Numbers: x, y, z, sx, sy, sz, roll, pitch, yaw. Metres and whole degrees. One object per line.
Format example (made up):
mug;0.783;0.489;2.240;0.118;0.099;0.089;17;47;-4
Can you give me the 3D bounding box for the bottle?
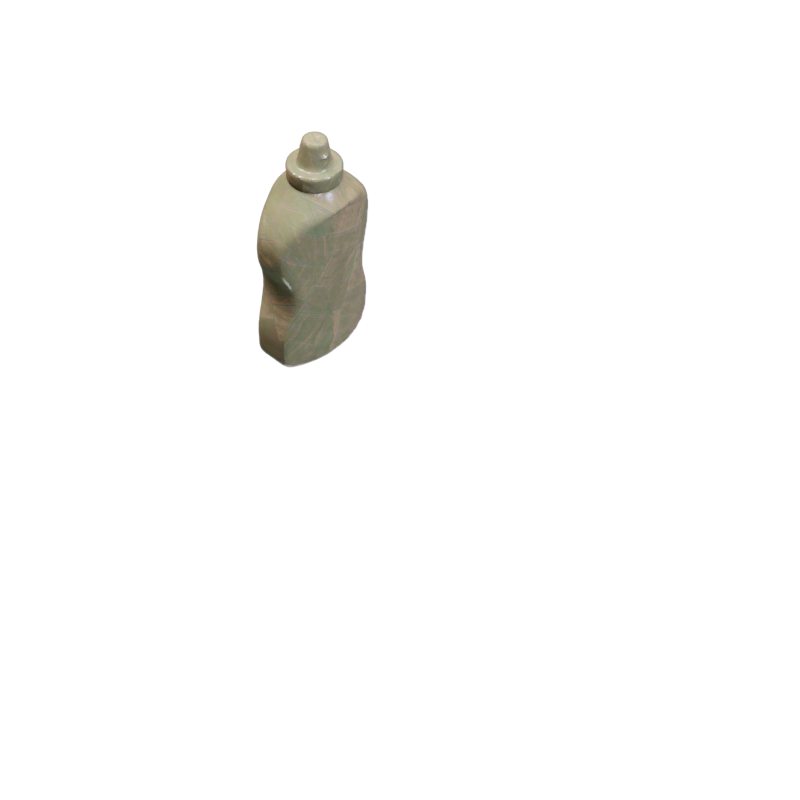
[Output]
bottle;-0.064;-0.118;0.825;0.062;0.179;0.097;35;53;27
